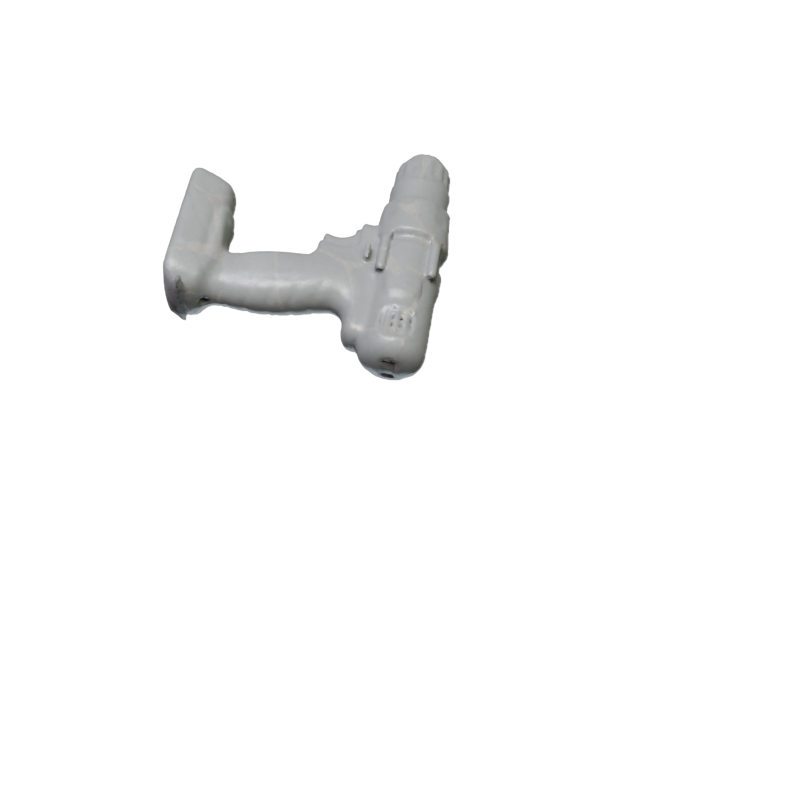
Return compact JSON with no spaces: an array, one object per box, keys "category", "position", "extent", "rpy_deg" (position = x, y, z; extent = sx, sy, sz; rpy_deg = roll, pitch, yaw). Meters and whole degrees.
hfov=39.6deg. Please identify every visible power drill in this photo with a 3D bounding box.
[{"category":"power drill","position":[-0.061,-0.111,0.775],"extent":[0.189,0.196,0.054],"rpy_deg":[8,-36,5]}]
